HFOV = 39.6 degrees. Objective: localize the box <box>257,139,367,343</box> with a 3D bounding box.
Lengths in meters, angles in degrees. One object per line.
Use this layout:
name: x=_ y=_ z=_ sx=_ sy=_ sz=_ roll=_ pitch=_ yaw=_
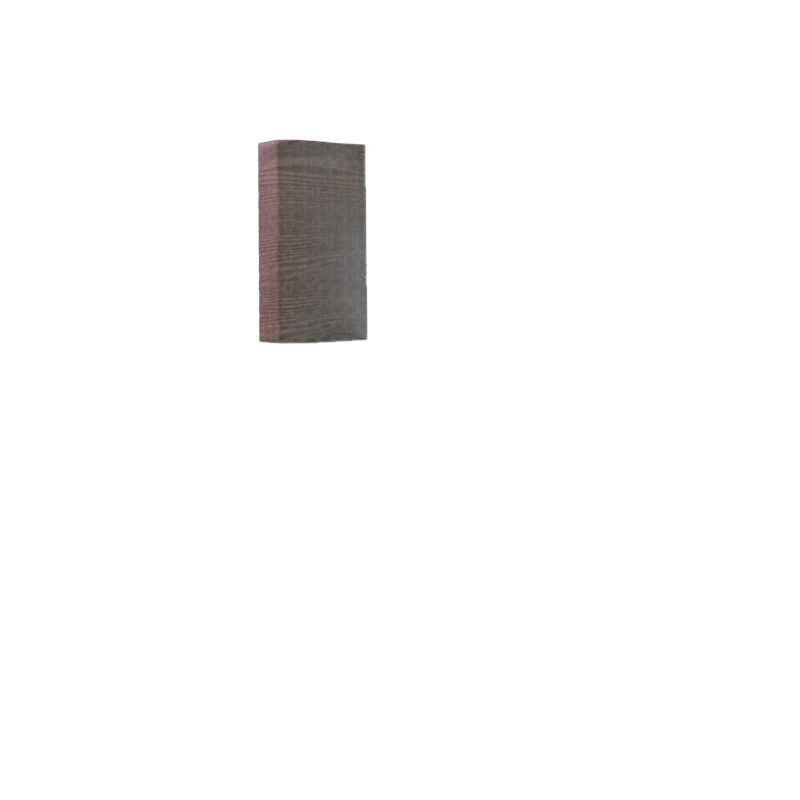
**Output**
box: x=-0.077 y=-0.140 z=0.980 sx=0.090 sy=0.176 sz=0.050 roll=-1 pitch=1 yaw=-32
